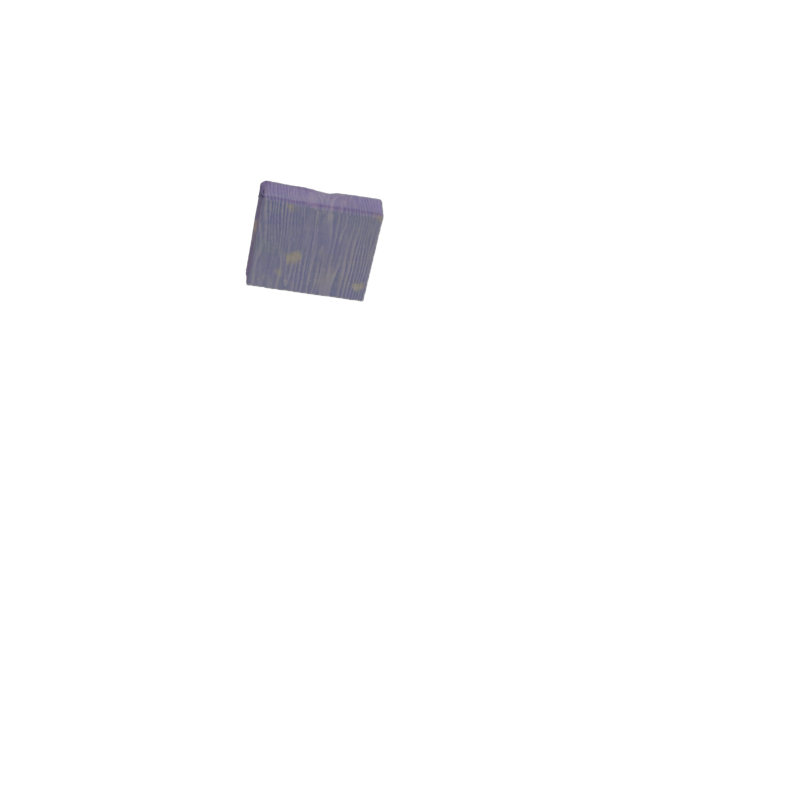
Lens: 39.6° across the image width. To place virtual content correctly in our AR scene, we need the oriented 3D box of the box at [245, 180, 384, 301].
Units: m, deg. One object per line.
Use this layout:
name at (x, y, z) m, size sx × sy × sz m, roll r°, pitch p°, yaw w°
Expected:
box at (-0.062, -0.114, 0.796) m, size 0.088 × 0.069 × 0.032 m, roll 9°, pitch 31°, yaw -6°
